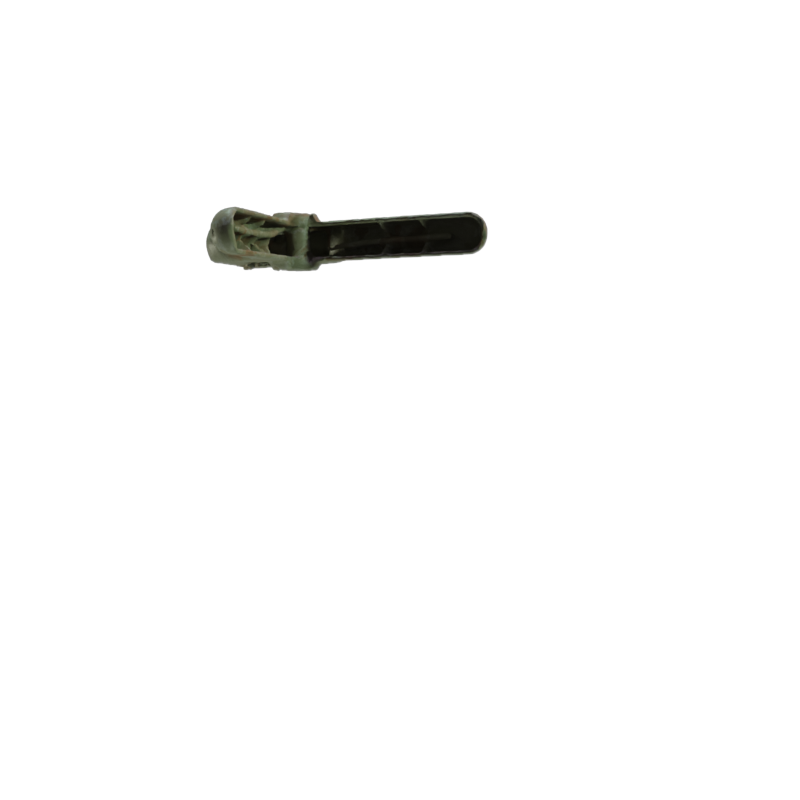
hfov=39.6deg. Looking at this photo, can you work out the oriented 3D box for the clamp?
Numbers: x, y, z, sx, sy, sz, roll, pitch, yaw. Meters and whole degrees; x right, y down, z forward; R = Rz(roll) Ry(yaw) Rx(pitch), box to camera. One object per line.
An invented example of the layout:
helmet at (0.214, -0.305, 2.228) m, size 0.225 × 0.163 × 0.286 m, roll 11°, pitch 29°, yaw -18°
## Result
clamp at (-0.054, -0.099, 0.694) m, size 0.161 × 0.036 × 0.215 m, roll -1°, pitch 4°, yaw -19°
